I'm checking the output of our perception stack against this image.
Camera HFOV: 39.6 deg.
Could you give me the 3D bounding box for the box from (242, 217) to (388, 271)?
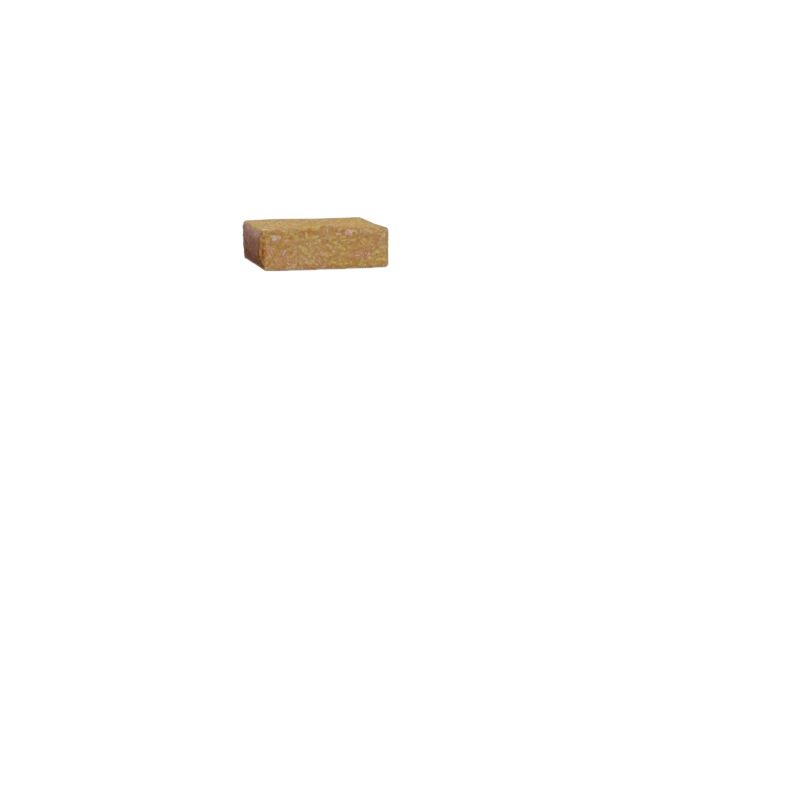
[{"bbox_3d":[-0.060,-0.109,0.766,0.088,0.029,0.076,-3,14,-14],"label":"box"}]
